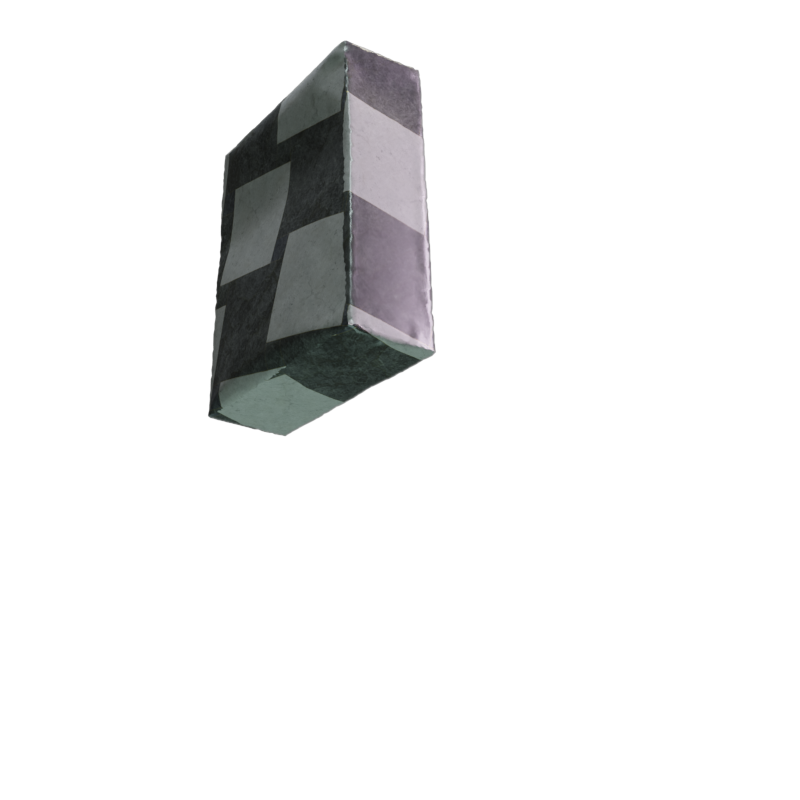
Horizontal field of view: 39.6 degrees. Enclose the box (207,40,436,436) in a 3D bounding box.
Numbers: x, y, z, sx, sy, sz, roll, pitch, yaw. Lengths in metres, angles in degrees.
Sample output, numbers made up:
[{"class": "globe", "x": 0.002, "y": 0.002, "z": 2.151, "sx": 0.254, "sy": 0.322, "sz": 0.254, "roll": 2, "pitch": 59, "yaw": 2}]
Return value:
[{"class": "box", "x": -0.058, "y": -0.105, "z": 0.737, "sx": 0.068, "sy": 0.227, "sz": 0.163, "roll": 18, "pitch": -33, "yaw": -33}]
